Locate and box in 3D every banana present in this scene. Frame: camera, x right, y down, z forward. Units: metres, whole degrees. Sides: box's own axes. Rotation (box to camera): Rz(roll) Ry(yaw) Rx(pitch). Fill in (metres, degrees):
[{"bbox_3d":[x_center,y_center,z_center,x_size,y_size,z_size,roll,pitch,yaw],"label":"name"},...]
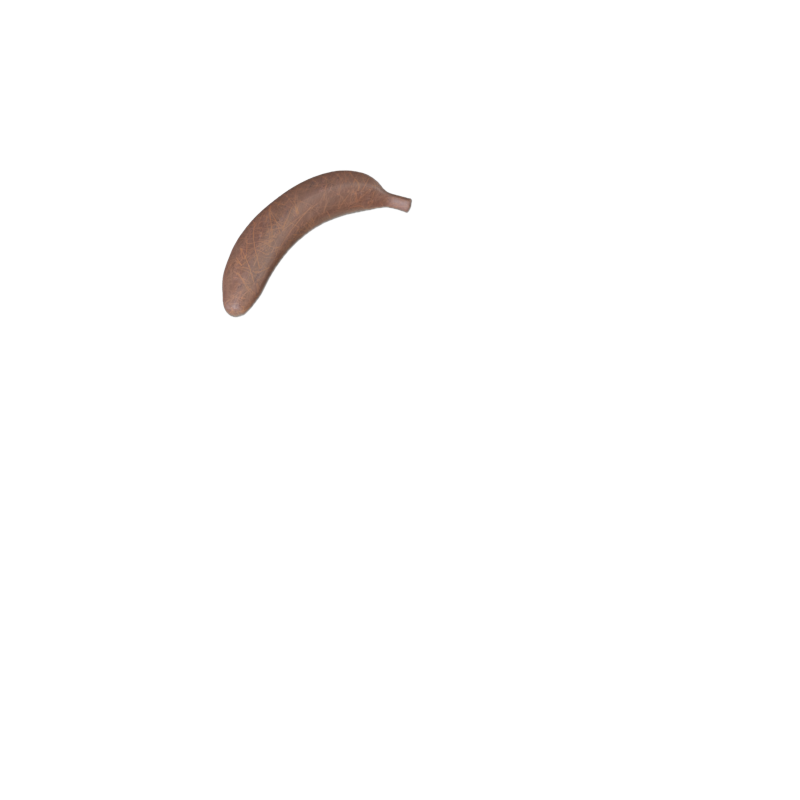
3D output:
[{"bbox_3d":[-0.078,-0.135,0.873,0.074,0.034,0.199,33,54,28],"label":"banana"}]
